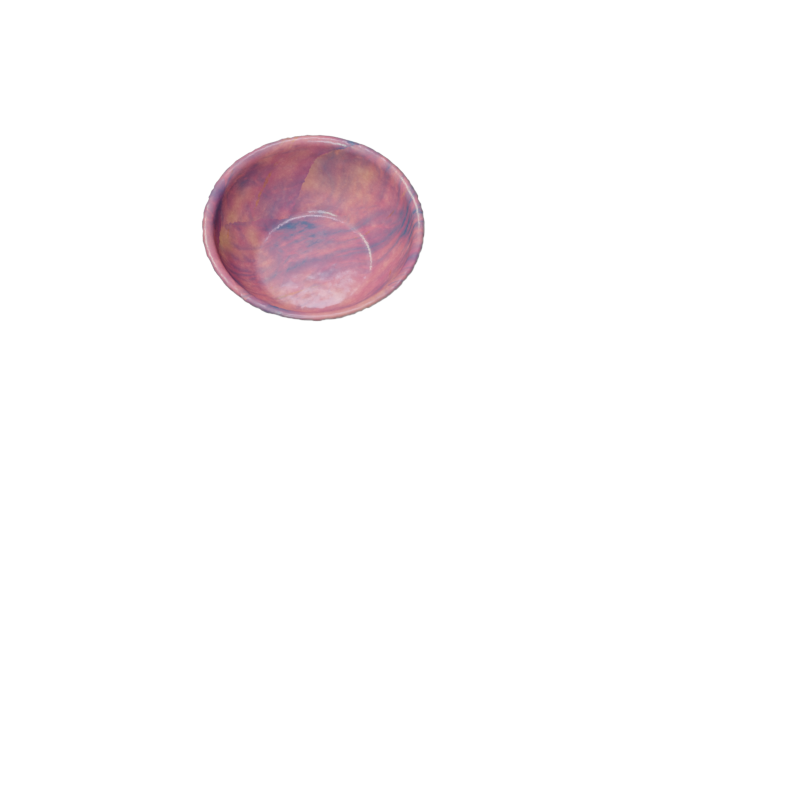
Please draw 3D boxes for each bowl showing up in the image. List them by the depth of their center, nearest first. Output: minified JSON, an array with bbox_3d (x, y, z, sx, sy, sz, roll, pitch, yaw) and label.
[{"bbox_3d":[-0.065,-0.118,0.824,0.162,0.173,0.052,-1,-31,-1],"label":"bowl"}]
